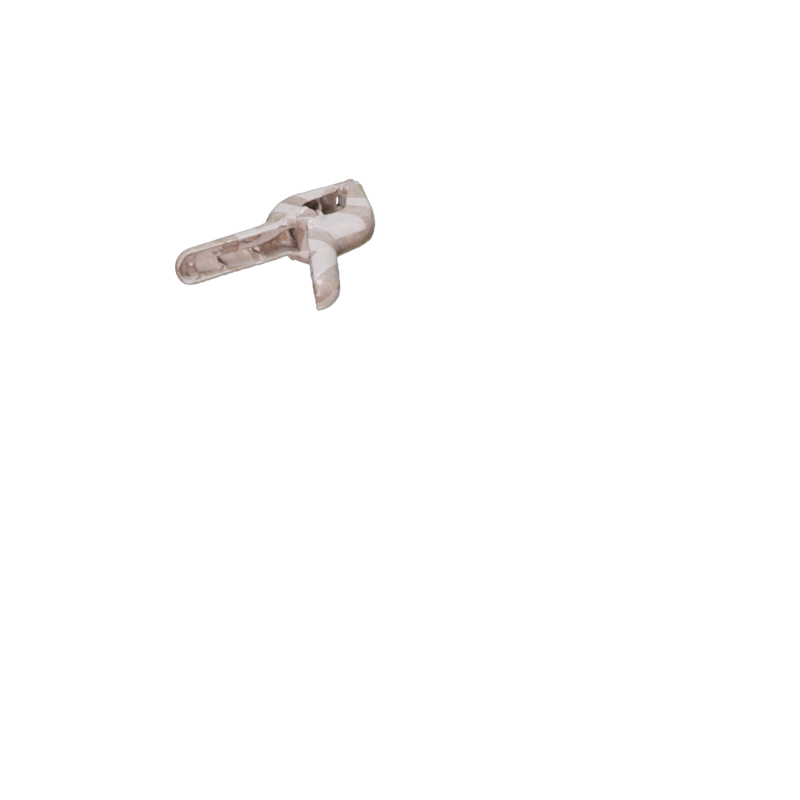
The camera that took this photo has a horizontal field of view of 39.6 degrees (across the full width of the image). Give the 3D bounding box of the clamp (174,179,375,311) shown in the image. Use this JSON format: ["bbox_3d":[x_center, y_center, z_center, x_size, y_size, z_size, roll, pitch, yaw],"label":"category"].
[{"bbox_3d":[-0.061,-0.111,0.779,0.126,0.037,0.174,21,41,27],"label":"clamp"}]
